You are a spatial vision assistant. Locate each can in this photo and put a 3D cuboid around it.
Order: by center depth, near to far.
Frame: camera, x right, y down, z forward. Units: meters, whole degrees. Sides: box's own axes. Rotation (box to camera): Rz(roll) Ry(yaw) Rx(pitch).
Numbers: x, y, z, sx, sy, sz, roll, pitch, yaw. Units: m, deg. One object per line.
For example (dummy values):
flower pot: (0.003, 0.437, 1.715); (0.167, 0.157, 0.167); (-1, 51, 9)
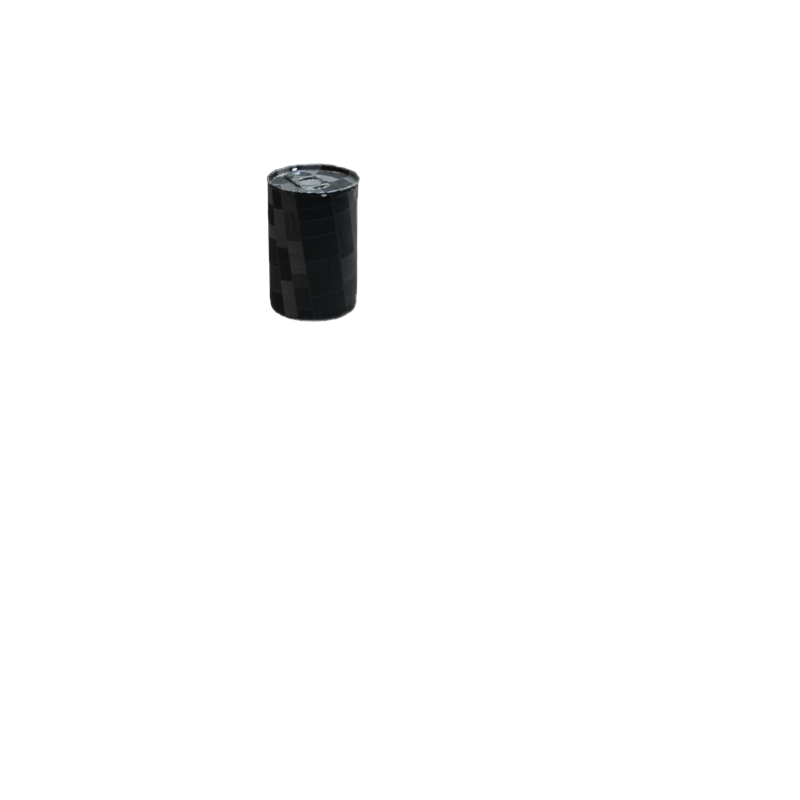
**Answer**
can: (-0.065, -0.118, 0.826); (0.068, 0.097, 0.072); (0, 25, -2)
